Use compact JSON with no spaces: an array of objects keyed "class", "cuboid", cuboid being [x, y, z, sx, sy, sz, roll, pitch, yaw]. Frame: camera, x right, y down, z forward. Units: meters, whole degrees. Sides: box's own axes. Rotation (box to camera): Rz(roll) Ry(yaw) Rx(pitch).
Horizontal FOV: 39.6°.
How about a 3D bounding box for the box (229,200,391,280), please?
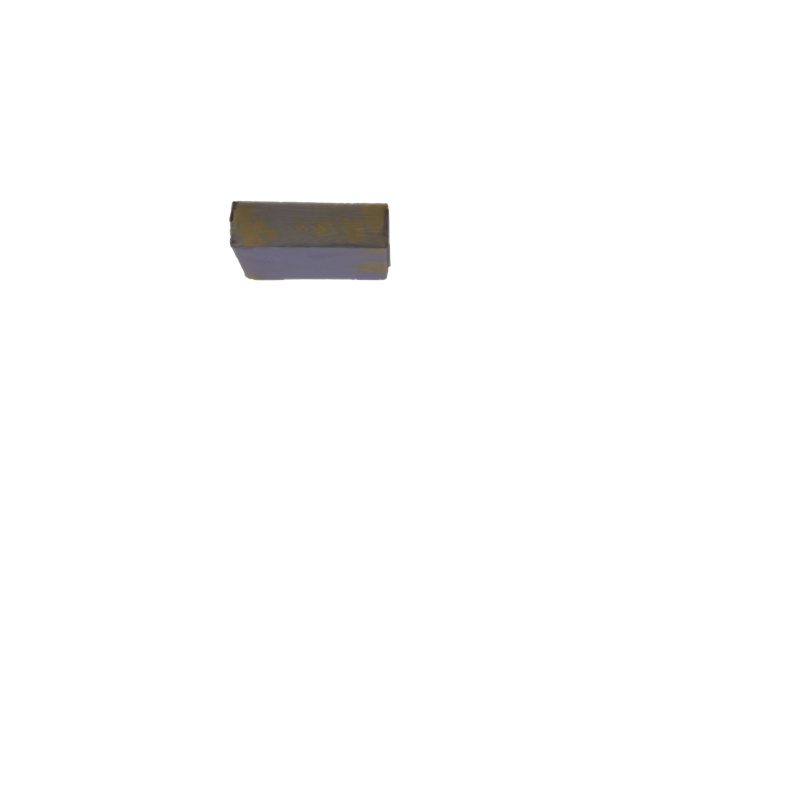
[{"class":"box","cuboid":[-0.063,-0.116,0.810,0.114,0.040,0.087,0,-11,2]}]
